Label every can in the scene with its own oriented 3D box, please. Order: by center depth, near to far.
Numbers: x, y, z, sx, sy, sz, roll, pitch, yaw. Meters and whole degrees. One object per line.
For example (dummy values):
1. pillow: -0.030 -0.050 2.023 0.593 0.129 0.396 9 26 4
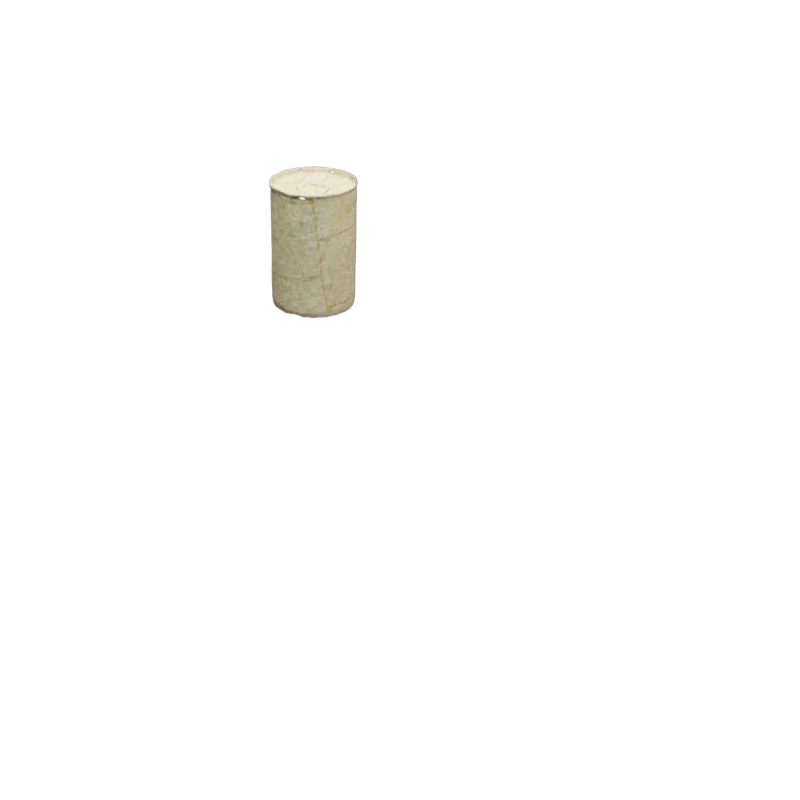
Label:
1. can: -0.068 -0.123 0.865 0.068 0.097 0.072 0 25 -2
